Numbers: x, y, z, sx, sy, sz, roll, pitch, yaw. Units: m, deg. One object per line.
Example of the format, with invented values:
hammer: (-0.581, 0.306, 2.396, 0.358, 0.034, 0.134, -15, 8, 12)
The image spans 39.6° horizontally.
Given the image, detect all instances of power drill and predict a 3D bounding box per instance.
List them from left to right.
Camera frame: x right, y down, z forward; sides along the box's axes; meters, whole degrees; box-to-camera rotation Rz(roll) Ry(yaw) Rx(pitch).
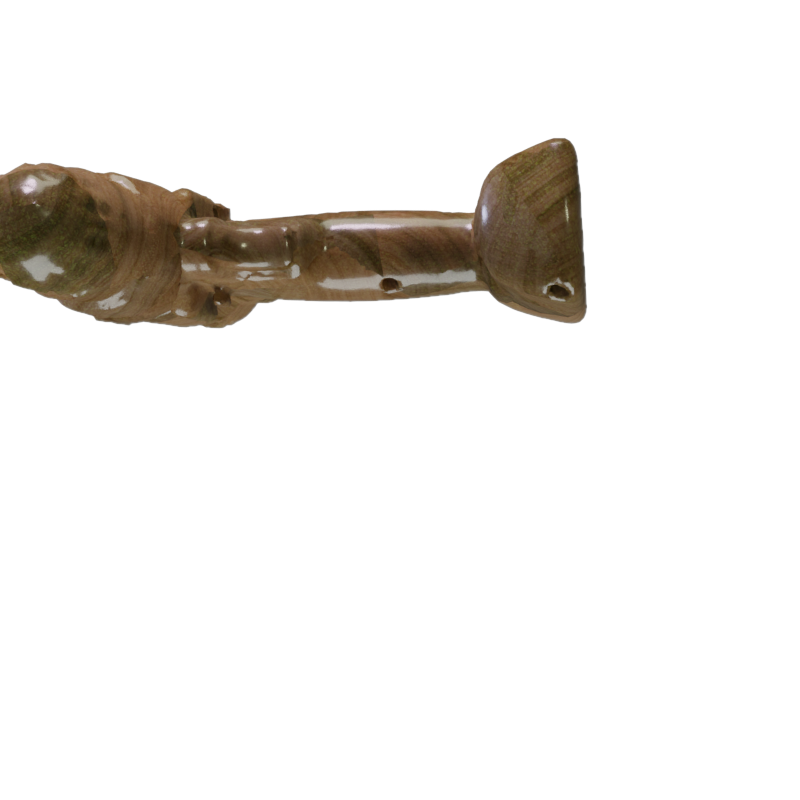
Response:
power drill: (-0.031, -0.056, 0.394, 0.191, 0.058, 0.180, 0, 1, 14)
